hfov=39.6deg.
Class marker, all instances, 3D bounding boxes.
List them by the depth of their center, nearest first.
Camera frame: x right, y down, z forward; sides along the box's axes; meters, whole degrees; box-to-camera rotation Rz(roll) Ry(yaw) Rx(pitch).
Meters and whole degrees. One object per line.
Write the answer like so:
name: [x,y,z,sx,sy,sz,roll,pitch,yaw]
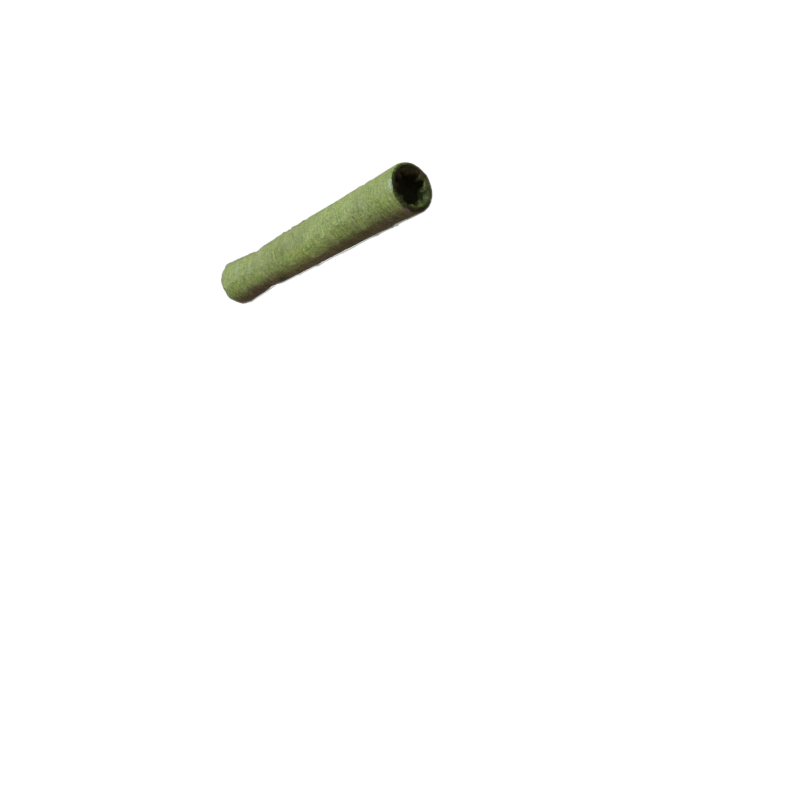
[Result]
marker: [-0.033,-0.060,0.422,0.019,0.020,0.122,-3,-10,-39]
